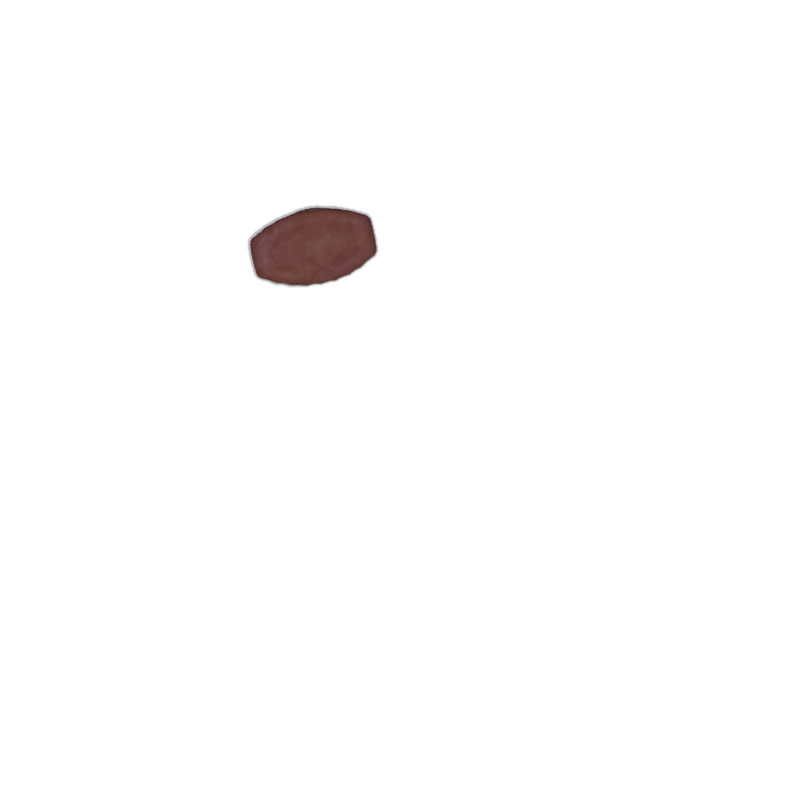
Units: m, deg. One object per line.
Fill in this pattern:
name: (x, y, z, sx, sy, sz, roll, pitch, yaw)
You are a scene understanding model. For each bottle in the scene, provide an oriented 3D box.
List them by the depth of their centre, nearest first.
bottle: (-0.072, -0.132, 0.927, 0.096, 0.057, 0.195, -13, 11, -1)
